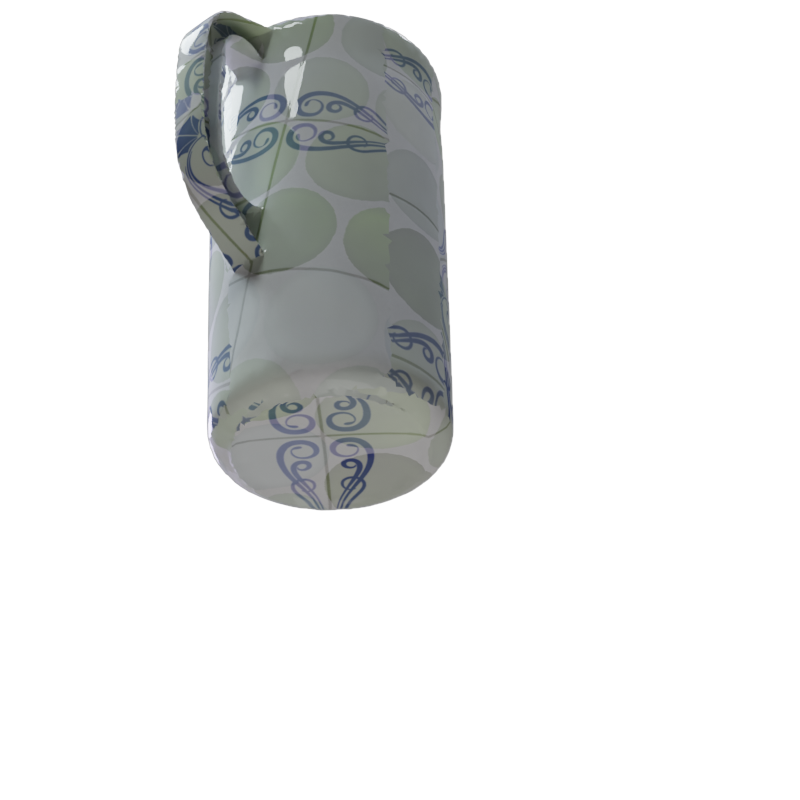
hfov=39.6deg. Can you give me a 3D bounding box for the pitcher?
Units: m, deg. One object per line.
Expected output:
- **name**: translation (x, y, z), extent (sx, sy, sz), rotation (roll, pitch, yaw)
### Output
- **pitcher**: translation (-0.044, -0.079, 0.556), extent (0.148, 0.261, 0.136), rotation (3, -41, -7)
